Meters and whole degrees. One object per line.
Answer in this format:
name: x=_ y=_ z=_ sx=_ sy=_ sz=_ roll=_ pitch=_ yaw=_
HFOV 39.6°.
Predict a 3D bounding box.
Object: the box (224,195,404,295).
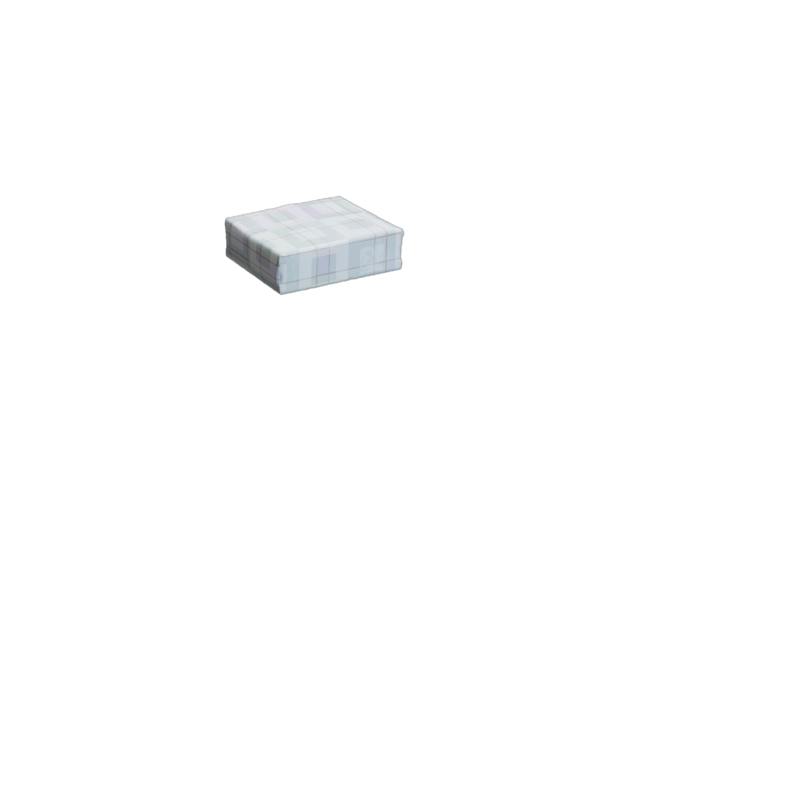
box: x=-0.054 y=-0.098 z=0.688 sx=0.088 sy=0.029 sz=0.078 roll=-16 pitch=31 yaw=-28
